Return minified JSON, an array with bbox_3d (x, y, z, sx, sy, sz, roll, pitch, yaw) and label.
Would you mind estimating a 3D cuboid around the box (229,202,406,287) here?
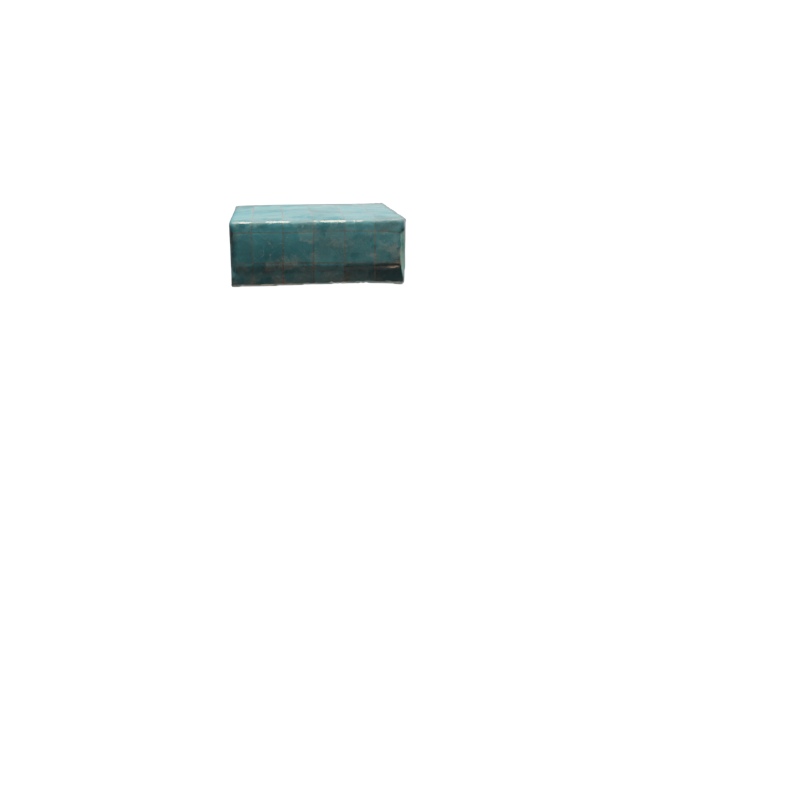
[{"bbox_3d":[-0.048,-0.087,0.610,0.089,0.038,0.116,-1,11,-5],"label":"box"}]
